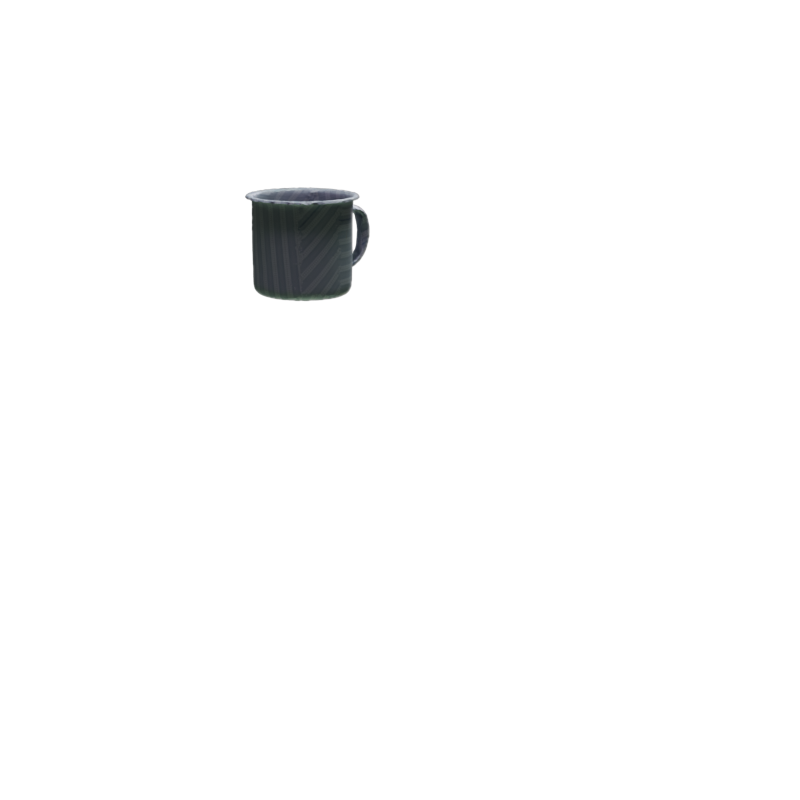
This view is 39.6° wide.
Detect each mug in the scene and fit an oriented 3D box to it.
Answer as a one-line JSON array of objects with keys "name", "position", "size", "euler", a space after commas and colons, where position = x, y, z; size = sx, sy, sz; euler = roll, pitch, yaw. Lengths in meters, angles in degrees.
[{"name": "mug", "position": [-0.072, -0.131, 0.917], "size": [0.114, 0.079, 0.098], "euler": [-14, 20, -43]}]
